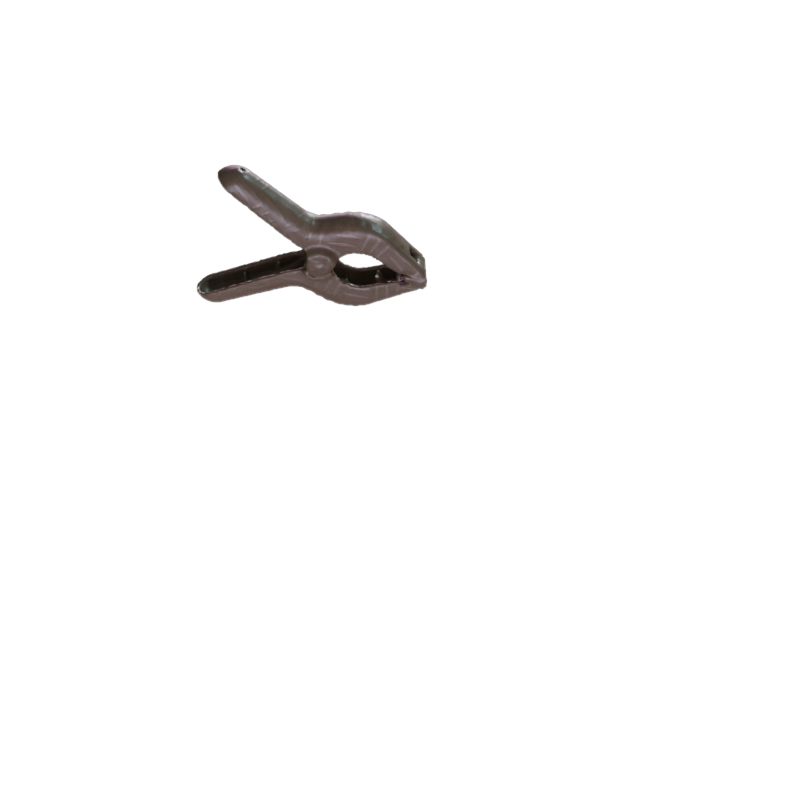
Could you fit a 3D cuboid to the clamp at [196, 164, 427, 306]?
[{"bbox_3d":[-0.063,-0.115,0.807,0.171,0.042,0.112,2,-42,-3],"label":"clamp"}]
